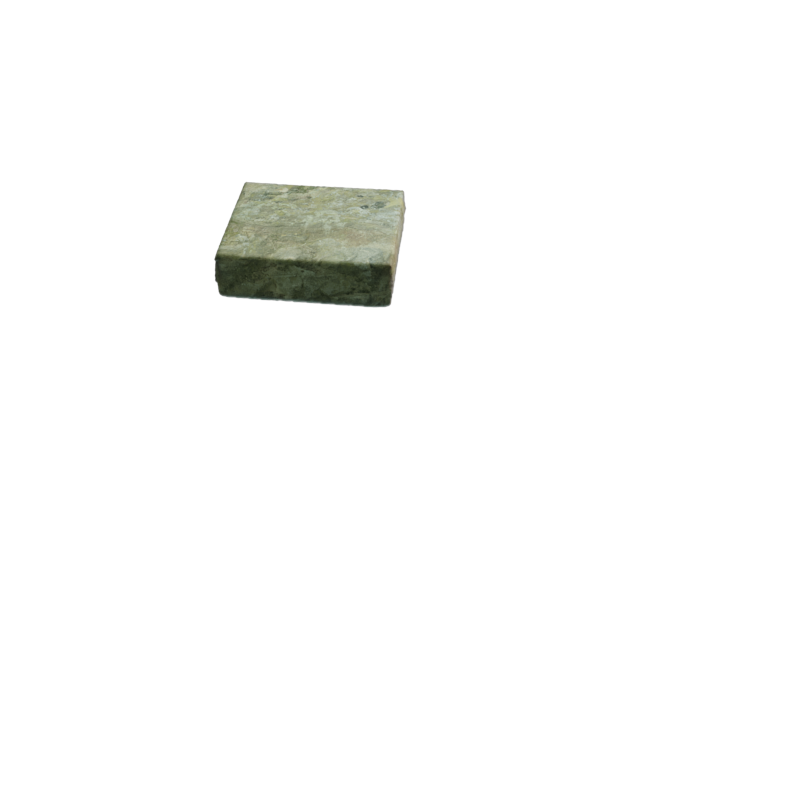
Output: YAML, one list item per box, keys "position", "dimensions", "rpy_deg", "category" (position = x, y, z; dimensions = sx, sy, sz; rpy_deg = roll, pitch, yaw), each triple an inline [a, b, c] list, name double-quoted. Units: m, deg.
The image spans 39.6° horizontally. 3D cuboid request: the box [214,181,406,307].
- position: [-0.057, -0.103, 0.722]
  dimensions: [0.115, 0.036, 0.095]
  rpy_deg: [5, 40, 6]
  category: "box"
